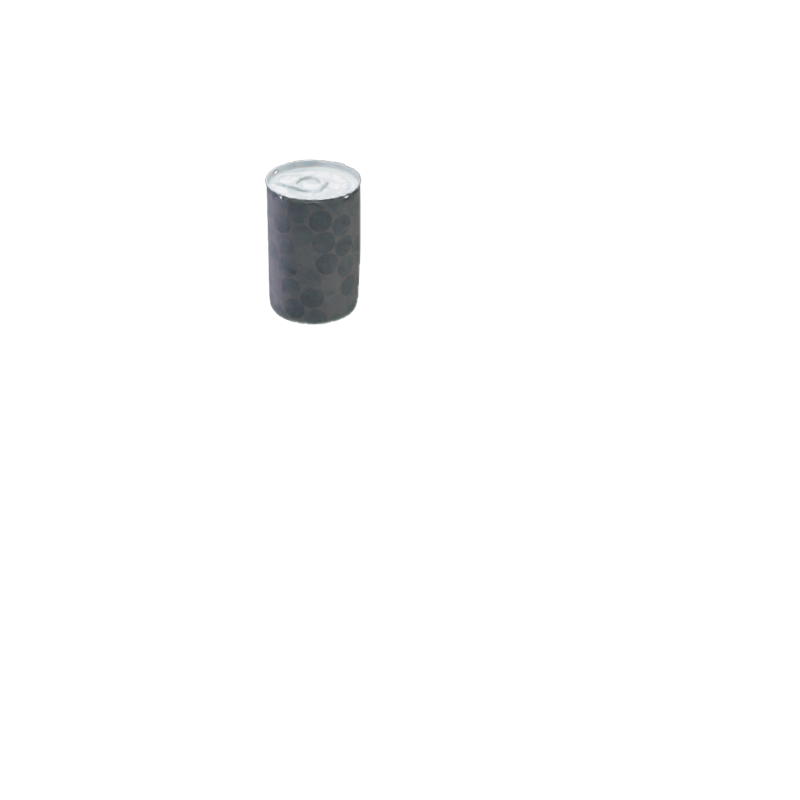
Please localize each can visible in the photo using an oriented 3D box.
[{"bbox_3d":[-0.063,-0.115,0.806,0.068,0.096,0.073,0,31,-3],"label":"can"}]
